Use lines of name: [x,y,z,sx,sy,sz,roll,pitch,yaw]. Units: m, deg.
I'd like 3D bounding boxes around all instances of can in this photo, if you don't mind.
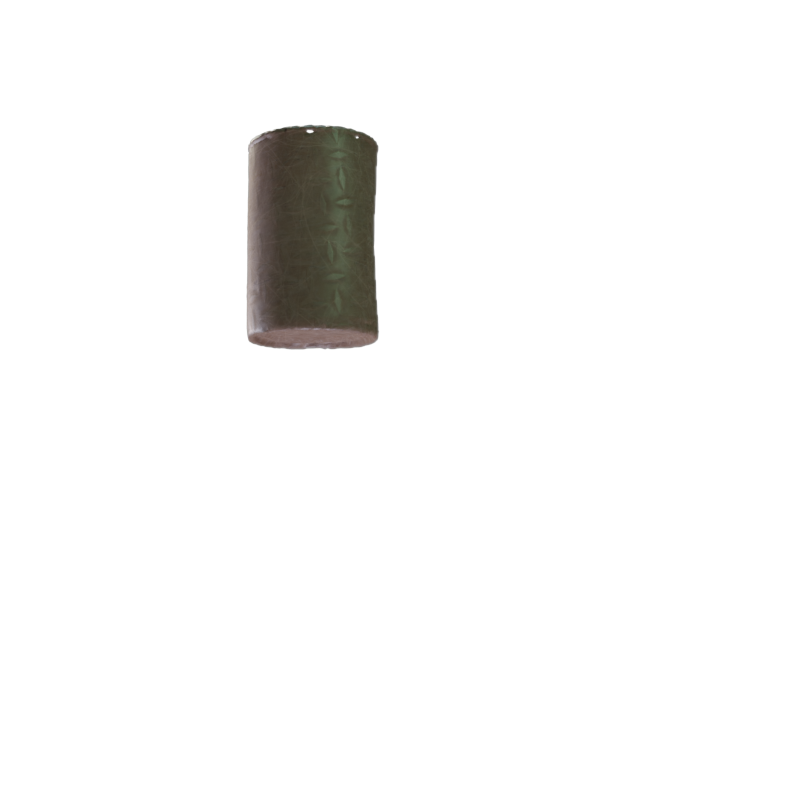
can: [-0.044,-0.081,0.565,0.068,0.105,0.067,0,-12,-2]
